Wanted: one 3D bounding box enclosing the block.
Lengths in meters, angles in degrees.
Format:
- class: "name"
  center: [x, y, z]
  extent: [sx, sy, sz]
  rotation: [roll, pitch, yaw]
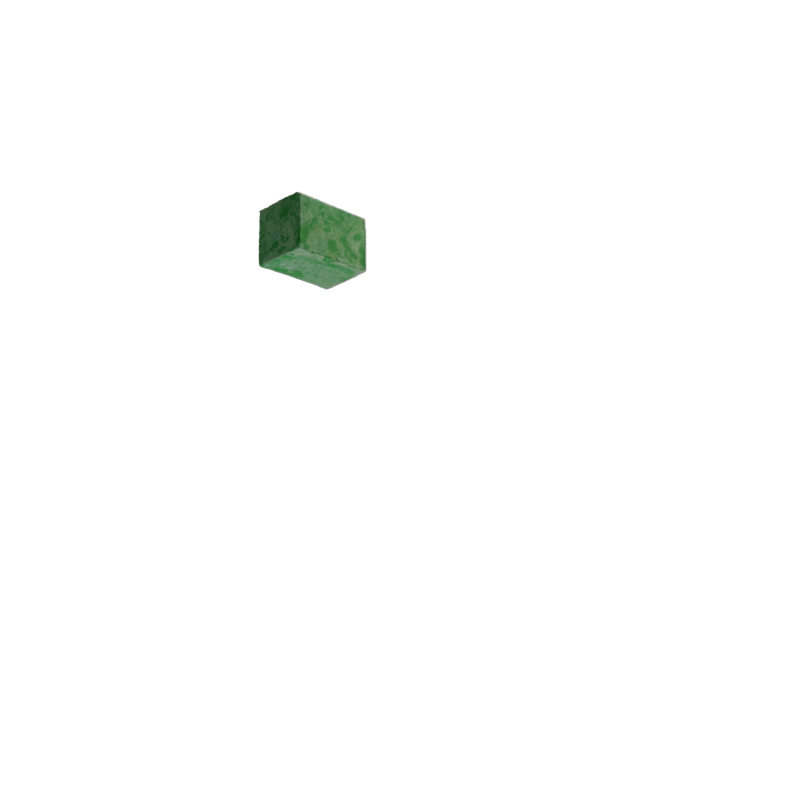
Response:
- class: "block"
  center: [-0.072, -0.132, 0.925]
  extent: [0.073, 0.054, 0.053]
  rotation: [18, -28, -41]
